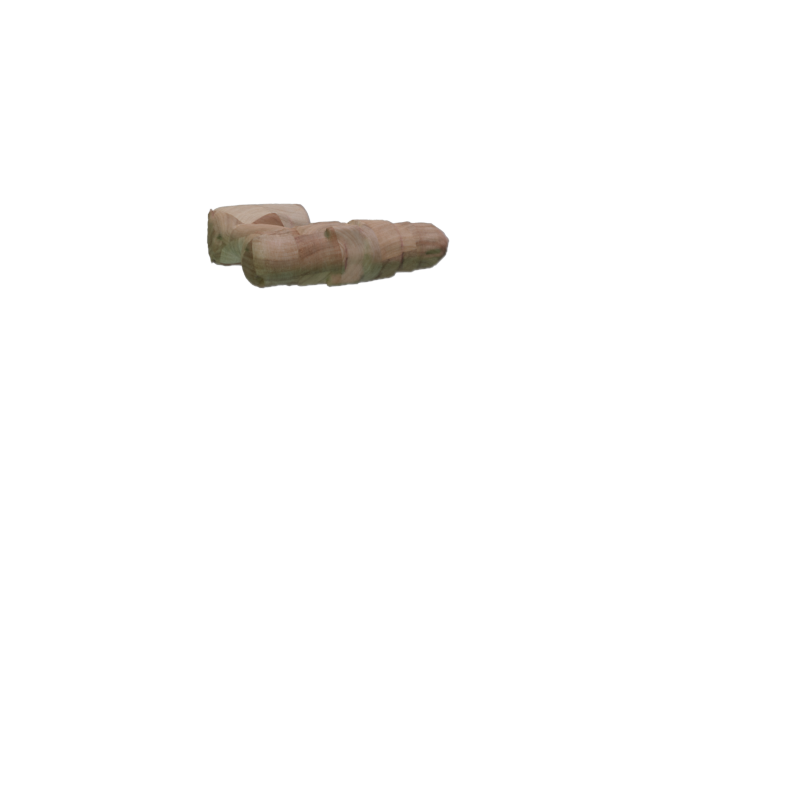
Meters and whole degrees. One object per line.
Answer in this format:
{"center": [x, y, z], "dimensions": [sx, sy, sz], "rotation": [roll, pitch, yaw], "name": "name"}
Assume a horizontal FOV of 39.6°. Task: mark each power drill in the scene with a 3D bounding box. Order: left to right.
{"center": [-0.076, -0.139, 0.971], "dimensions": [0.179, 0.056, 0.197], "rotation": [-7, 14, -27], "name": "power drill"}
